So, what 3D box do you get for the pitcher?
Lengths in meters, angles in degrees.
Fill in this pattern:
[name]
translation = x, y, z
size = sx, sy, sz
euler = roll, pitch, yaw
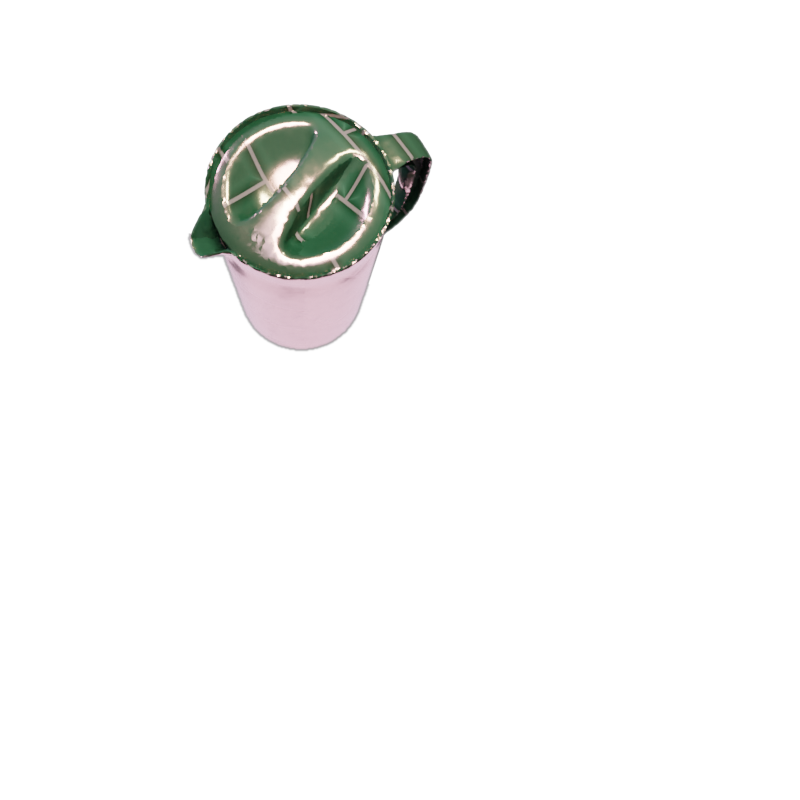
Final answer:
[pitcher]
translation = -0.069, -0.125, 0.878
size = 0.150, 0.150, 0.234
euler = 16, -15, 1
